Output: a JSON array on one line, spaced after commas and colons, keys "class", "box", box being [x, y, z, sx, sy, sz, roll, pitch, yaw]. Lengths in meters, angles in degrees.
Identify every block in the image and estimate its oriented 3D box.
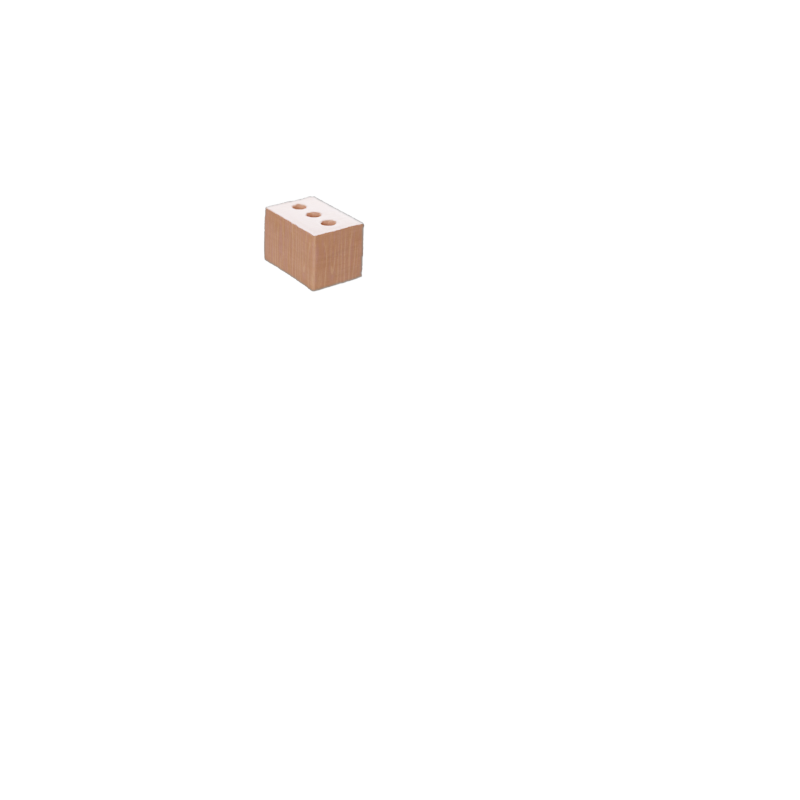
[{"class": "block", "box": [-0.073, -0.134, 0.938, 0.052, 0.048, 0.084, -18, 34, -32]}]
